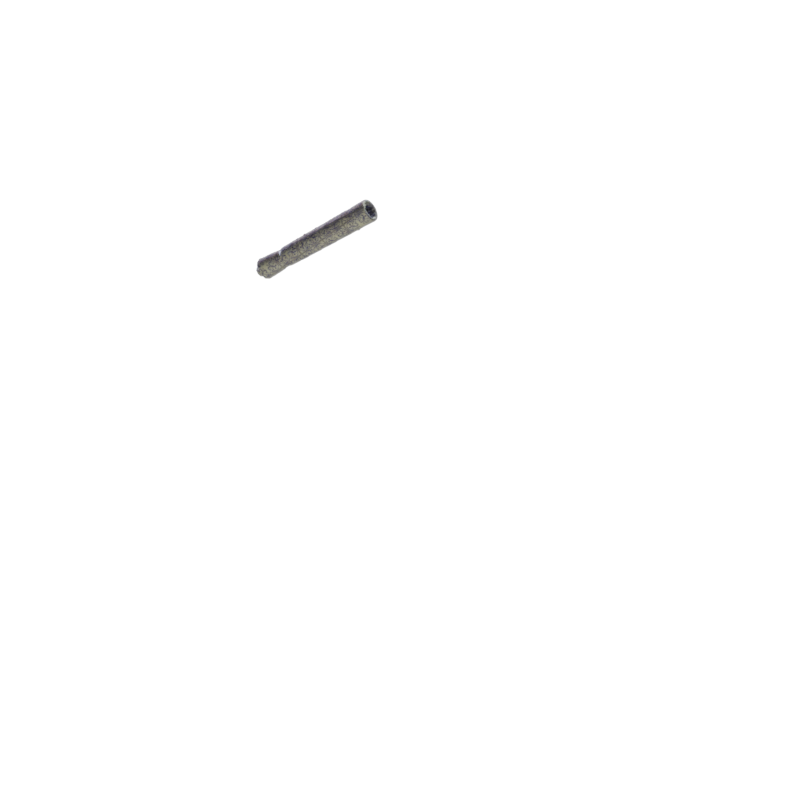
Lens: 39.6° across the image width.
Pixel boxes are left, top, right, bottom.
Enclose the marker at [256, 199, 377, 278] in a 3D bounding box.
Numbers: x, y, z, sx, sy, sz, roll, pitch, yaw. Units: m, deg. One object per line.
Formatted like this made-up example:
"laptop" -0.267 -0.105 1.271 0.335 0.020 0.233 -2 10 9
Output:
"marker" -0.071 -0.129 0.904 0.121 0.020 0.019 -24 -10 31
